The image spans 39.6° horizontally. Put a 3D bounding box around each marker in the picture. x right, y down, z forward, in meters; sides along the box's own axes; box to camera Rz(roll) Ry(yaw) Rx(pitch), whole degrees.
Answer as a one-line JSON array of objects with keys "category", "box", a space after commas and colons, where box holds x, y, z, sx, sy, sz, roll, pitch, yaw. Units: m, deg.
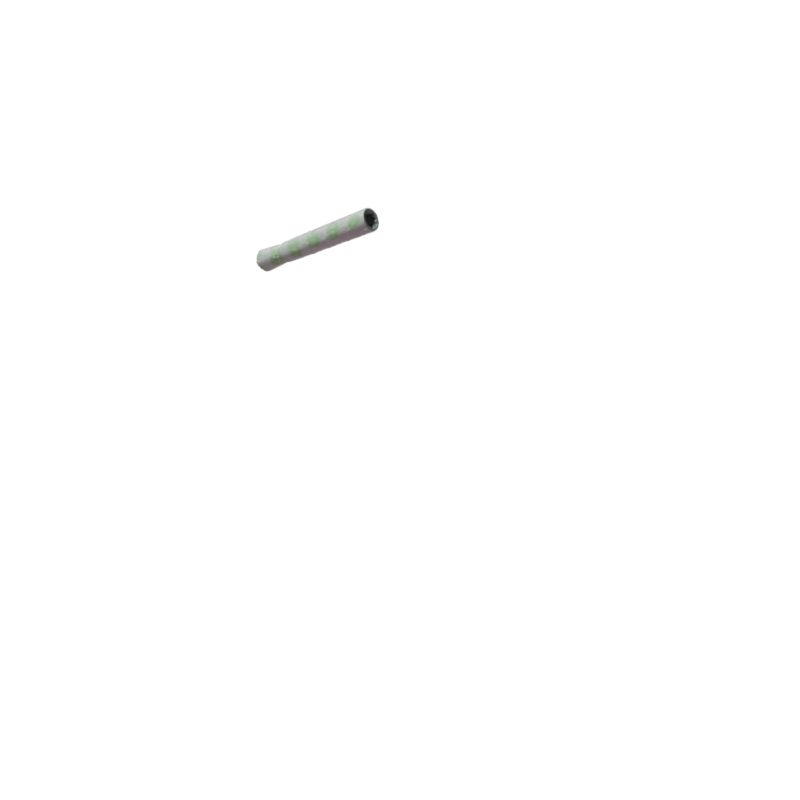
[{"category": "marker", "box": [-0.068, -0.124, 0.865, 0.123, 0.020, 0.019, -14, -6, 39]}]
